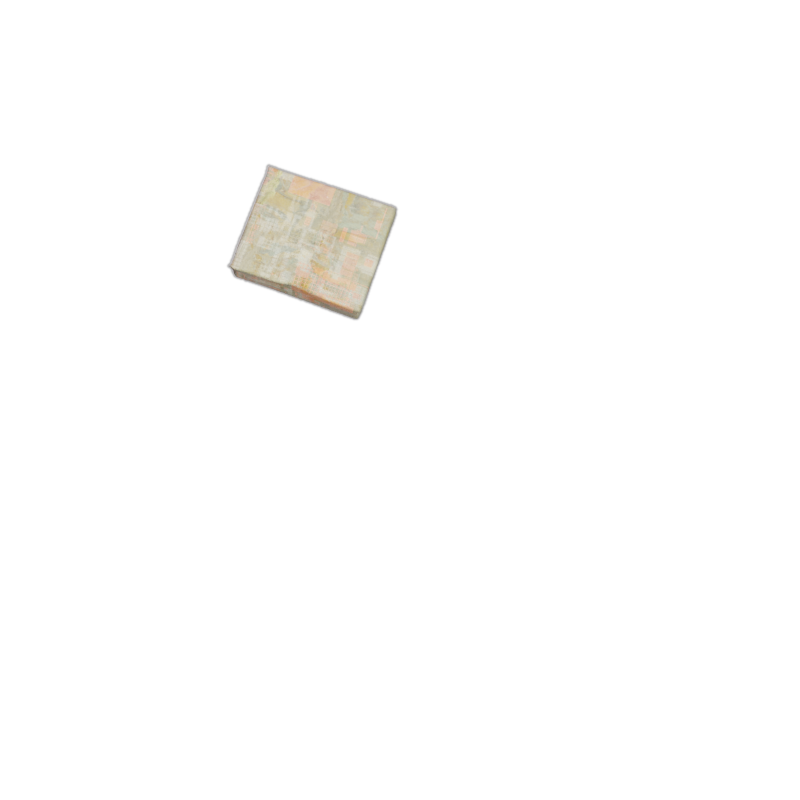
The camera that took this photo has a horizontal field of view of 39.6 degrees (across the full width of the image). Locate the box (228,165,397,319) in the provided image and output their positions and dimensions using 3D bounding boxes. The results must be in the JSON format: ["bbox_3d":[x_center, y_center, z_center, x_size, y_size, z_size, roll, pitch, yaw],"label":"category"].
[{"bbox_3d":[-0.056,-0.102,0.712,0.090,0.075,0.029,19,-13,4],"label":"box"}]
